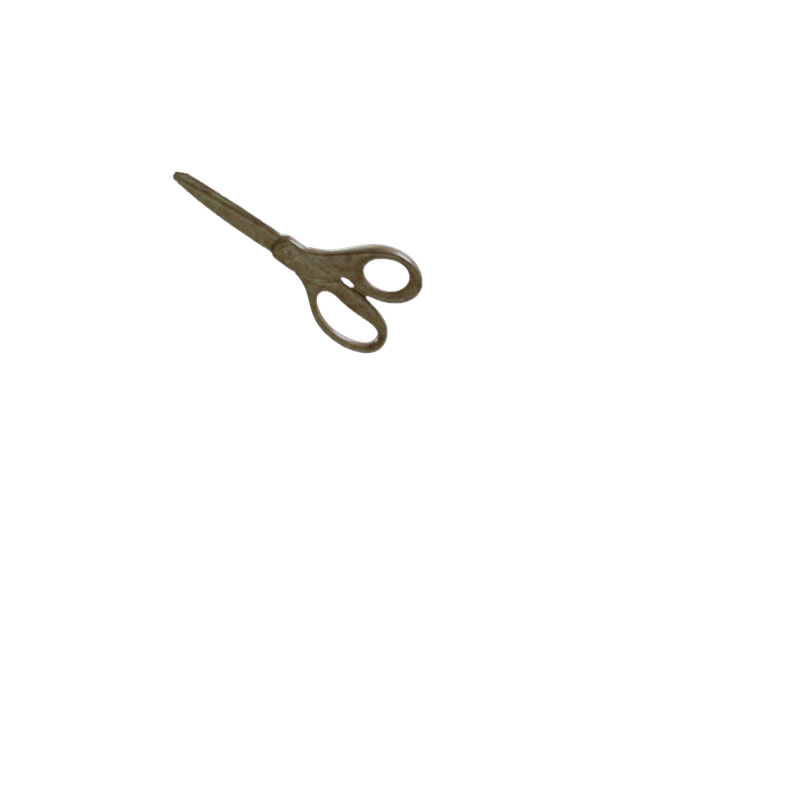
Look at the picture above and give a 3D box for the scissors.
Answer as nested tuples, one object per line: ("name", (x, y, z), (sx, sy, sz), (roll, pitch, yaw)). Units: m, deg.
("scissors", (-0.062, -0.114, 0.796), (0.096, 0.191, 0.017), (-33, 24, 17))
